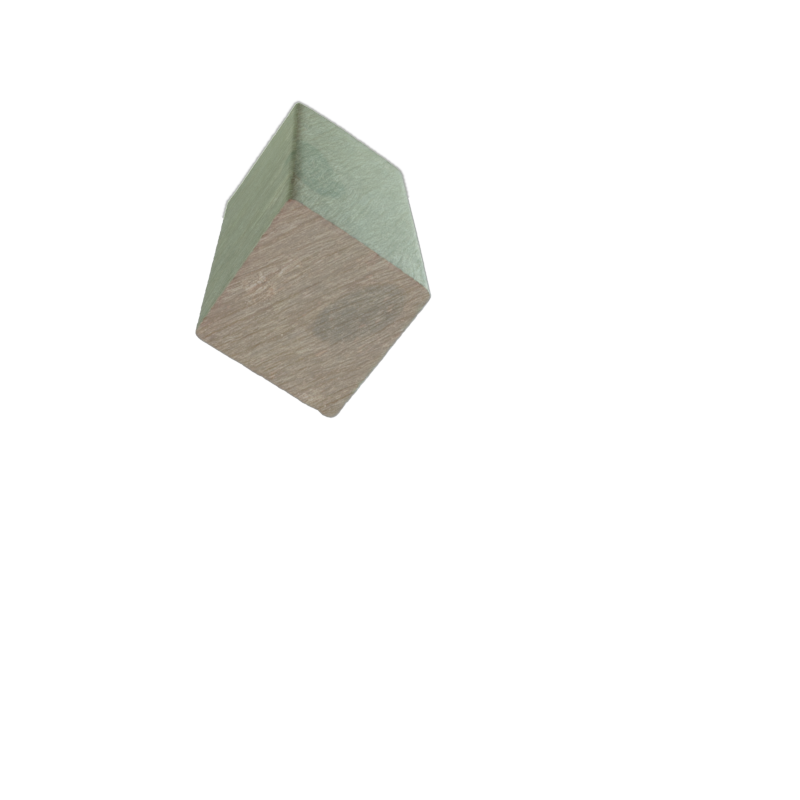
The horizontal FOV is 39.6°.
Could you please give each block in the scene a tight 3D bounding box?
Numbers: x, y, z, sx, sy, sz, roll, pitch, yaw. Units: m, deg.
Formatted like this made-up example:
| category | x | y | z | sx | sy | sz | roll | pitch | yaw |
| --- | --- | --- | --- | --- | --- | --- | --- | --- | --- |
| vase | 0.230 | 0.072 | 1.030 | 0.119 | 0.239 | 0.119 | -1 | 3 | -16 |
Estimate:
| category | x | y | z | sx | sy | sz | roll | pitch | yaw |
| --- | --- | --- | --- | --- | --- | --- | --- | --- | --- |
| block | -0.050 | -0.093 | 0.652 | 0.087 | 0.089 | 0.217 | 32 | 20 | -18 |
